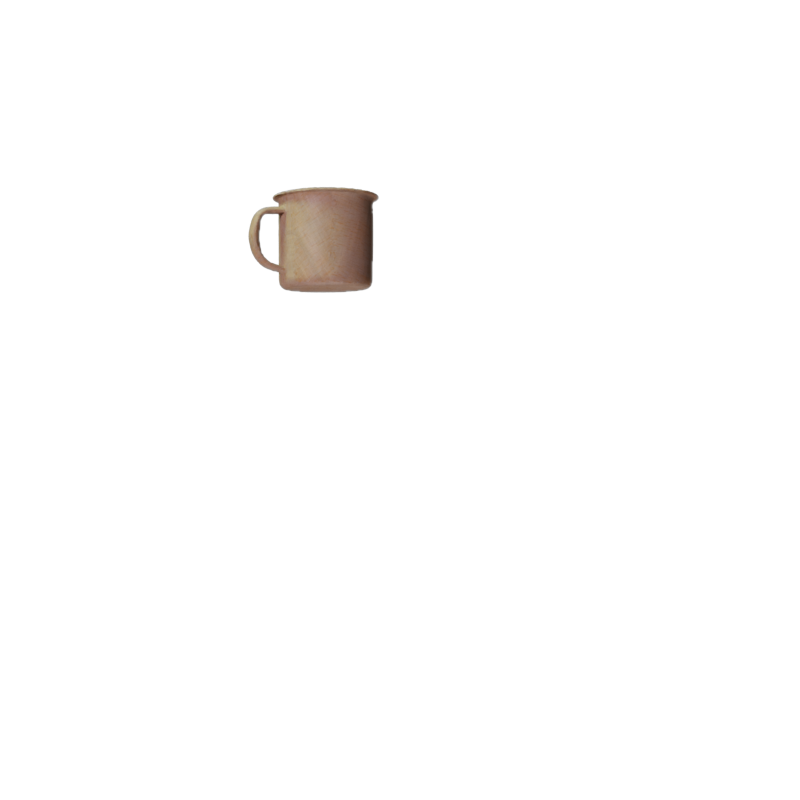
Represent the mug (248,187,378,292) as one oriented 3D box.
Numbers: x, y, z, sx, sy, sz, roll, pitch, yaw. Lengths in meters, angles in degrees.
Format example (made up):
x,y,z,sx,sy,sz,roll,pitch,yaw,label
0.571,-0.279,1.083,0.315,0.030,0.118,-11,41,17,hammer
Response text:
x,y,z,sx,sy,sz,roll,pitch,yaw,label
-0.075,-0.137,0.959,0.113,0.083,0.095,1,-3,-28,mug
